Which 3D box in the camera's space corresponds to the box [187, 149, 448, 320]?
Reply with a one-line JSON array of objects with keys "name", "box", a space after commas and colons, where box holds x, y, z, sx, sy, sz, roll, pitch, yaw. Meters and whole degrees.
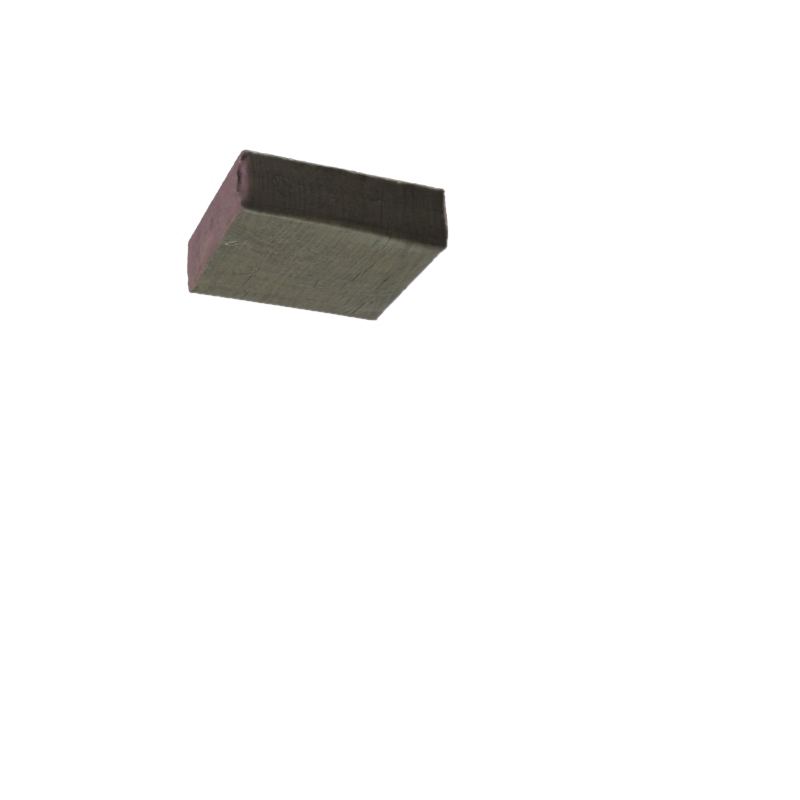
[{"name": "box", "box": [-0.045, -0.082, 0.572, 0.110, 0.041, 0.088, 10, -27, -21]}]
